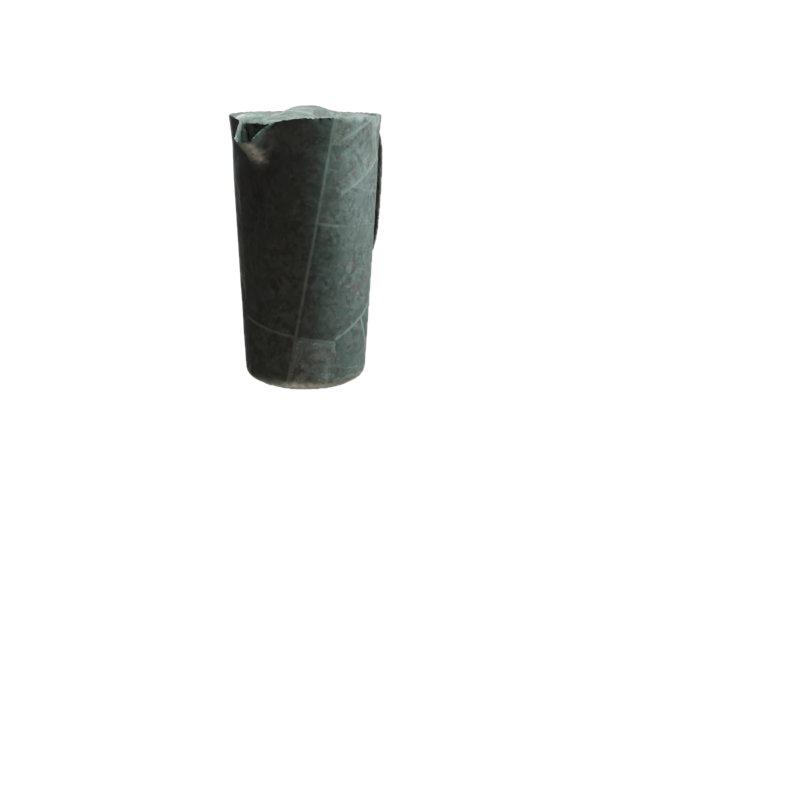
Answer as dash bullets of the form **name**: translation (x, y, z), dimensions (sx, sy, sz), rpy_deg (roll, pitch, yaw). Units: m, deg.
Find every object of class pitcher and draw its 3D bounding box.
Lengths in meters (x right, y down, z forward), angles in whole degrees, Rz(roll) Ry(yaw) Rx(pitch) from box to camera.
- **pitcher**: translation (-0.078, -0.142, 0.993), dimensions (0.147, 0.237, 0.151), rpy_deg (-2, 12, -10)
